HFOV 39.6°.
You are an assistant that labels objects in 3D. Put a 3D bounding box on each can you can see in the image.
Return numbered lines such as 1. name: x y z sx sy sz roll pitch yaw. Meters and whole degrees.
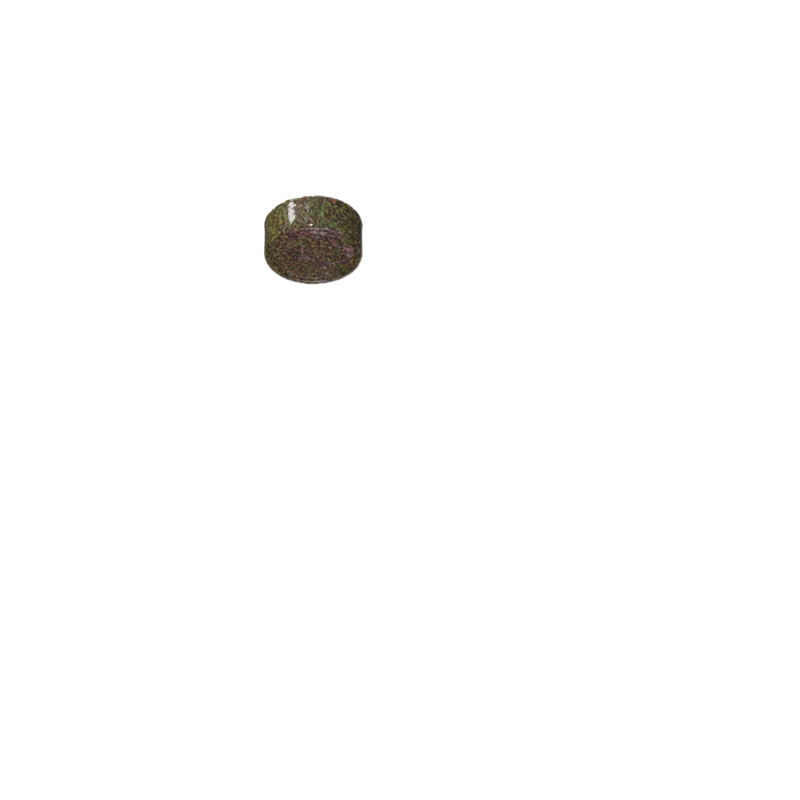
1. can: -0.075 -0.136 0.952 0.086 0.036 0.080 1 -32 -2
